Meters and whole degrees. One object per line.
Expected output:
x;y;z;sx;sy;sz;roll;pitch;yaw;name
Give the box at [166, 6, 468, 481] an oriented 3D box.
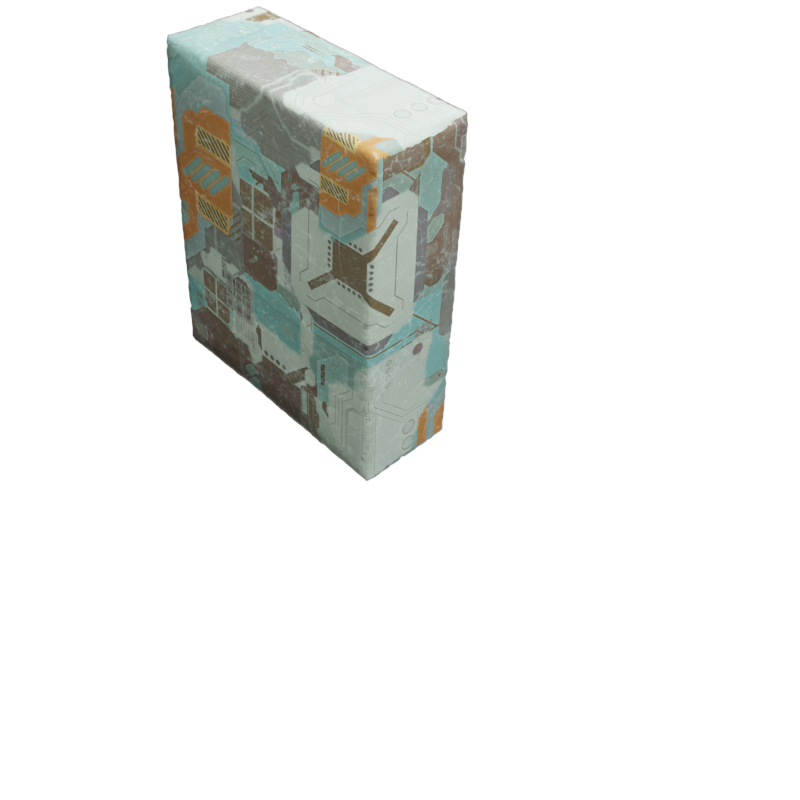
-0.048;-0.087;0.611;0.072;0.200;0.176;-28;48;-32;box
